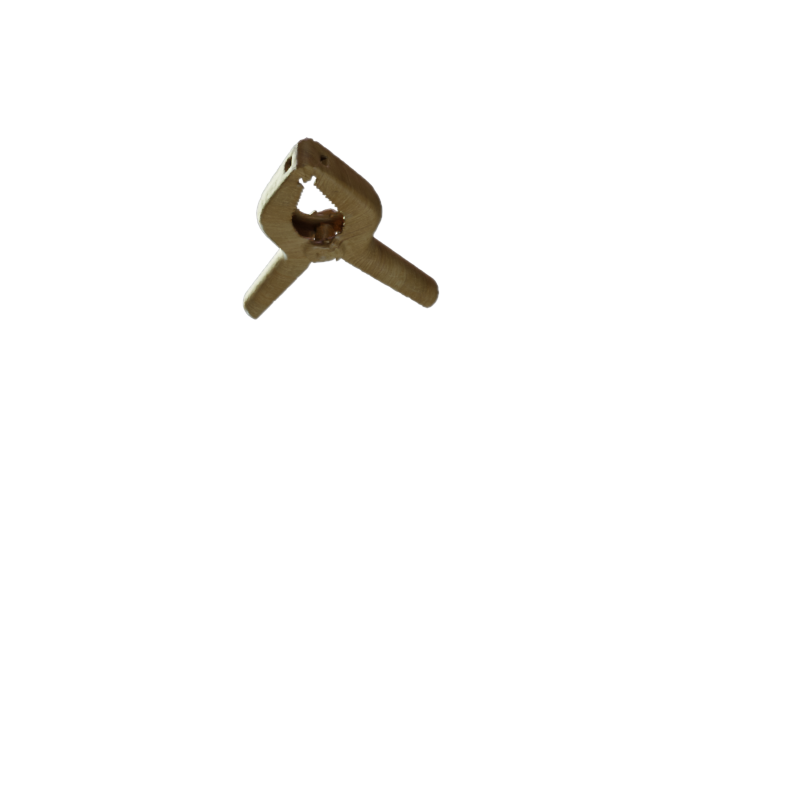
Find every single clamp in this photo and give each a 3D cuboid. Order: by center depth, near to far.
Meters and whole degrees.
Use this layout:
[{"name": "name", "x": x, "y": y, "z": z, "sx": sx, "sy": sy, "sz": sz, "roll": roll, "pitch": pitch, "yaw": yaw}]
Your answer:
[{"name": "clamp", "x": -0.068, "y": -0.124, "z": 0.865, "sx": 0.166, "sy": 0.039, "sz": 0.194, "roll": -7, "pitch": -31, "yaw": 12}]
